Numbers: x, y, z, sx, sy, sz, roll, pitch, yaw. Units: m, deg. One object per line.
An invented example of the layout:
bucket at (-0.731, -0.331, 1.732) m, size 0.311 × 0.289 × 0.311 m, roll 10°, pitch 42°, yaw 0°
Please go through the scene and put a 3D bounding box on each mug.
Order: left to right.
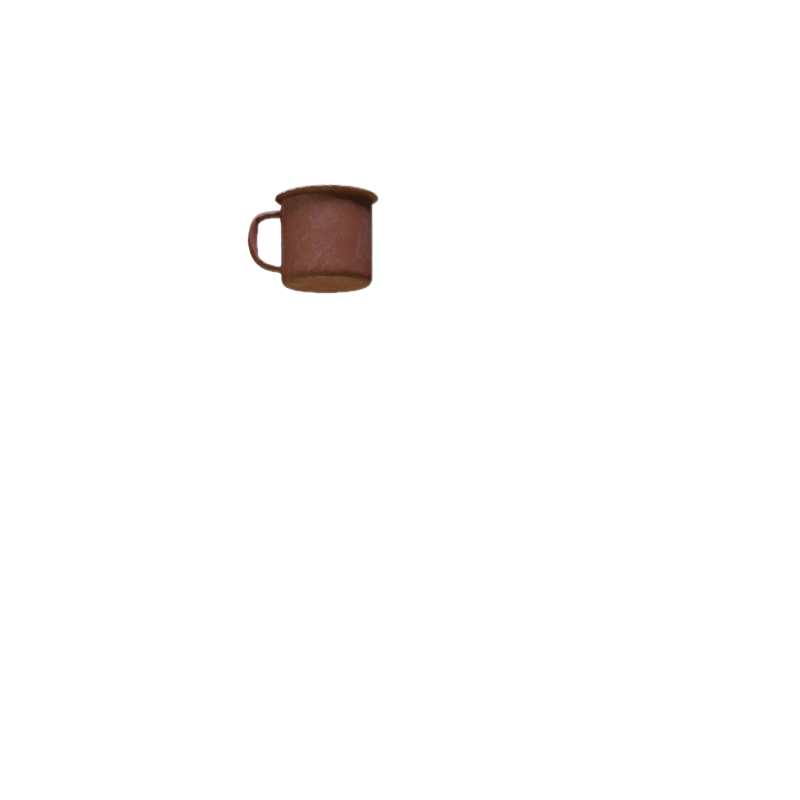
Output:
mug at (-0.077, -0.141, 0.989) m, size 0.117 × 0.084 × 0.091 m, roll 0°, pitch -8°, yaw -3°
